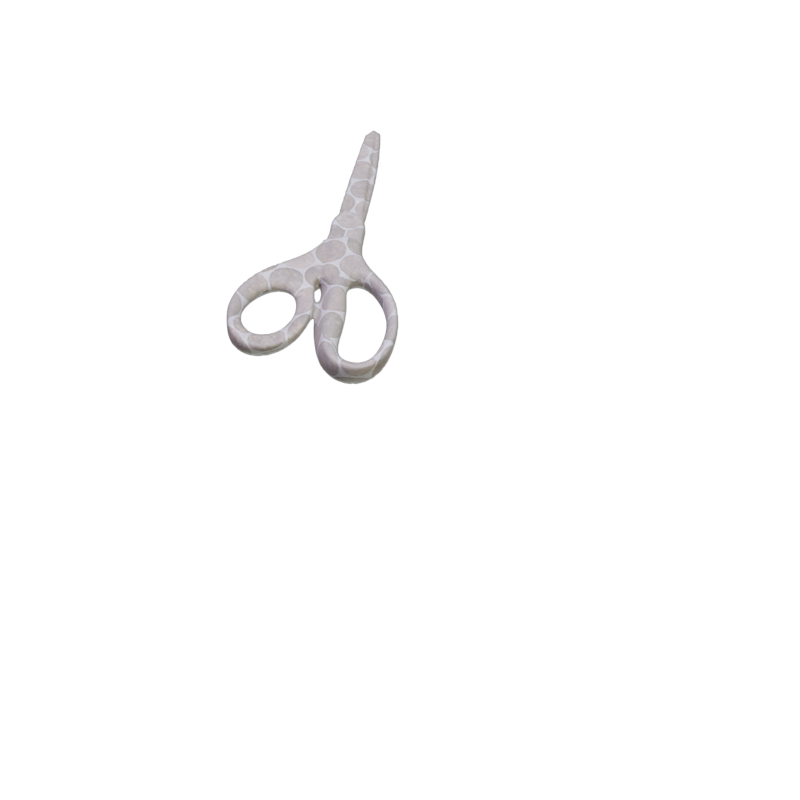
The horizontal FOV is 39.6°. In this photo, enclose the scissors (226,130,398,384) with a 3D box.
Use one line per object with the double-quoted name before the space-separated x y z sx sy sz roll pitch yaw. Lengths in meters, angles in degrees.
"scissors" -0.048 -0.087 0.610 0.096 0.015 0.217 -4 45 -4
